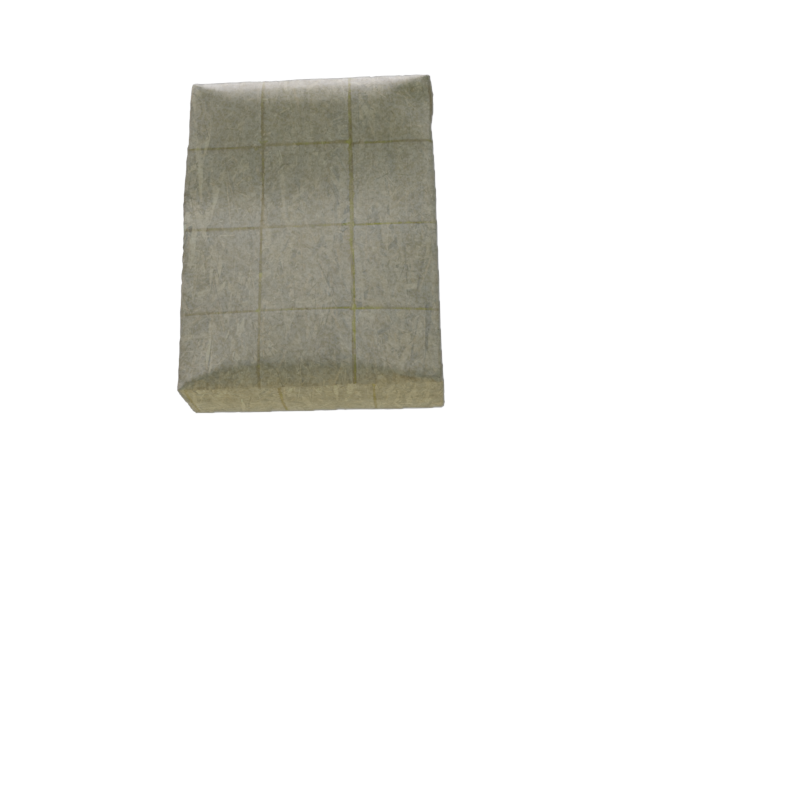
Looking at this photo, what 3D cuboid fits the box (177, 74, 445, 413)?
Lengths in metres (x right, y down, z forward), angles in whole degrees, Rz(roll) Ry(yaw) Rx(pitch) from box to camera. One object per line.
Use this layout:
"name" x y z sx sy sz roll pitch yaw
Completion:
"box" -0.057 -0.103 0.723 0.165 0.224 0.068 -2 -19 3
